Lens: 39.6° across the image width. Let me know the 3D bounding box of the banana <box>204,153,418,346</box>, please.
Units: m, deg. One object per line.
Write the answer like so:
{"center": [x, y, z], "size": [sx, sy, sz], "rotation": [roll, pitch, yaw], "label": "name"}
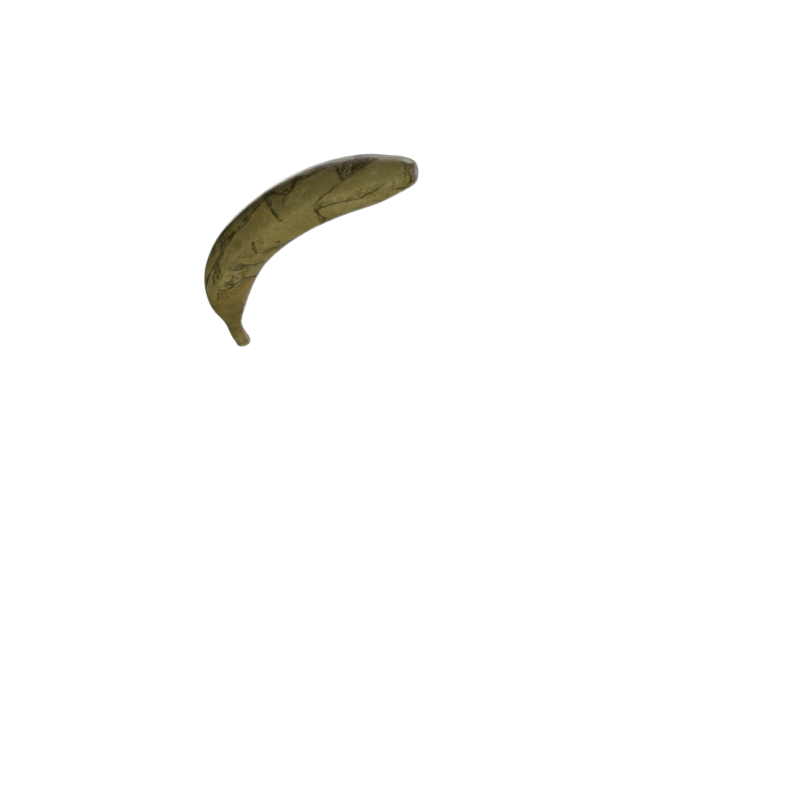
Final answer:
{"center": [-0.075, -0.111, 0.738], "size": [0.066, 0.039, 0.195], "rotation": [30, -51, -29], "label": "banana"}
